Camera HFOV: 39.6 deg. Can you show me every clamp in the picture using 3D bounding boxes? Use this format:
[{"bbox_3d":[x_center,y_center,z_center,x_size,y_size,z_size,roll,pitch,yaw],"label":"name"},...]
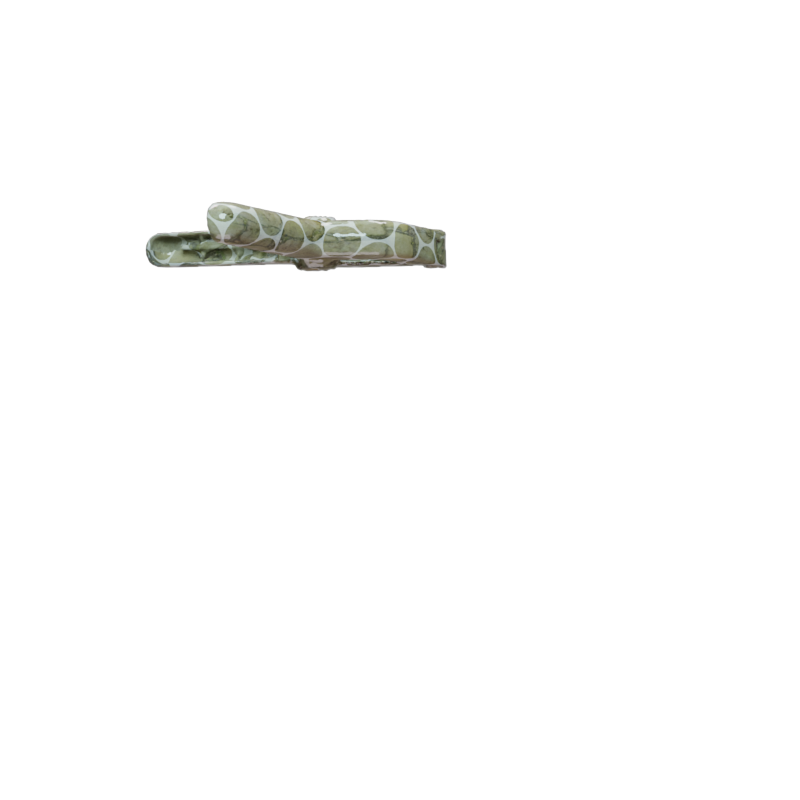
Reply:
[{"bbox_3d":[-0.059,-0.108,0.757,0.205,0.037,0.167,0,1,-17],"label":"clamp"}]
